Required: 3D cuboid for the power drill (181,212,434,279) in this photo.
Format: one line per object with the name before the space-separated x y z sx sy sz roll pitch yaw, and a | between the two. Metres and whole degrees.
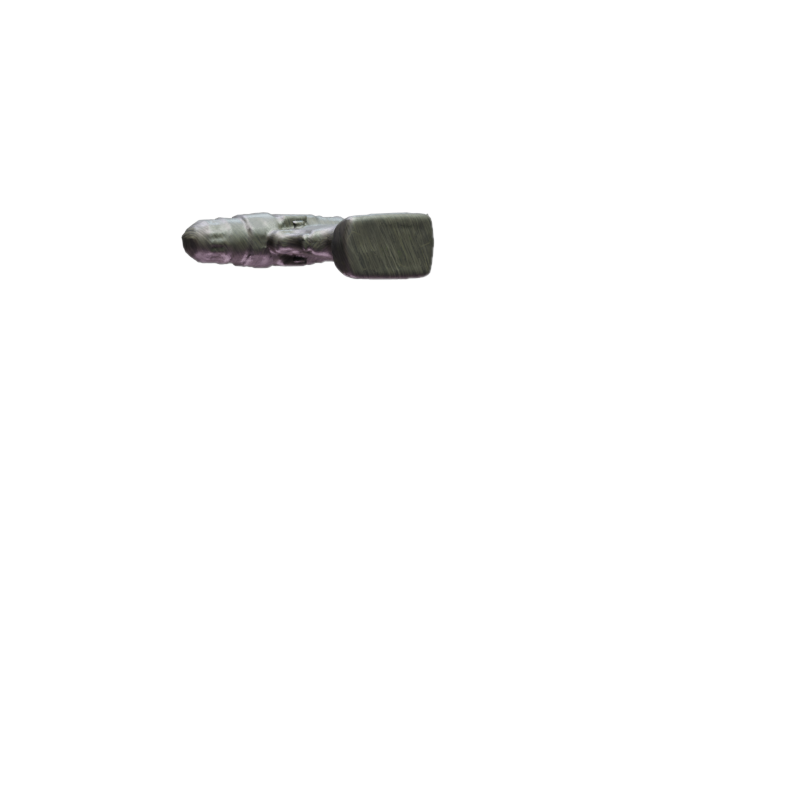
power drill | -0.078 -0.142 0.992 0.179 0.056 0.197 -9 15 -38
